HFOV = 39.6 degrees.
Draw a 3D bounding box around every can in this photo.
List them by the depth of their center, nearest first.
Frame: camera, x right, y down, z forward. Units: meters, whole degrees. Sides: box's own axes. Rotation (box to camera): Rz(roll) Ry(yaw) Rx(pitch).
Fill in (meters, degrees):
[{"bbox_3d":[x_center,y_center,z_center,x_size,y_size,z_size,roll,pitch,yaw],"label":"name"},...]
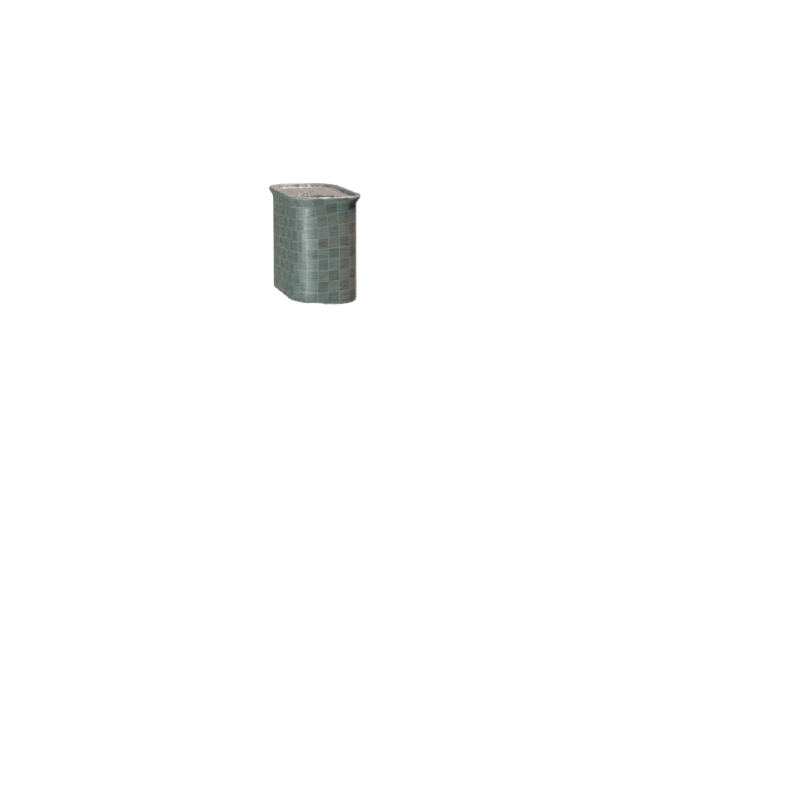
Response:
[{"bbox_3d":[-0.069,-0.126,0.883,0.056,0.082,0.107,-3,14,-17],"label":"can"}]
